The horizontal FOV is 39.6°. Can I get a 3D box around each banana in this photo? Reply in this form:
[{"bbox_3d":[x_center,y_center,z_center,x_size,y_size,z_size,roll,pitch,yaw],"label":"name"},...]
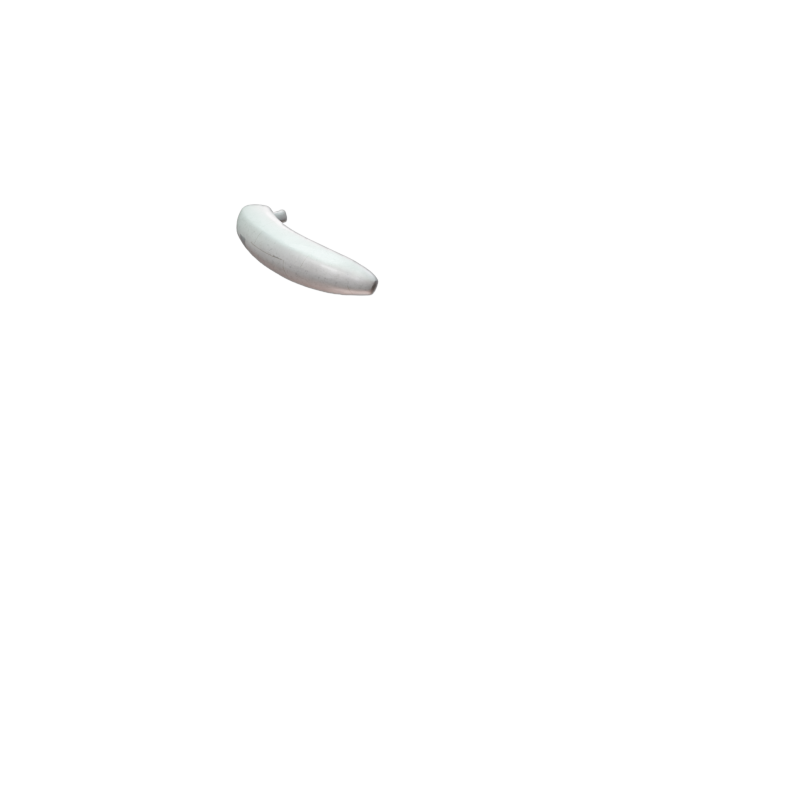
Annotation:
[{"bbox_3d":[-0.091,-0.130,0.921,0.068,0.035,0.212,-12,31,-23],"label":"banana"}]
